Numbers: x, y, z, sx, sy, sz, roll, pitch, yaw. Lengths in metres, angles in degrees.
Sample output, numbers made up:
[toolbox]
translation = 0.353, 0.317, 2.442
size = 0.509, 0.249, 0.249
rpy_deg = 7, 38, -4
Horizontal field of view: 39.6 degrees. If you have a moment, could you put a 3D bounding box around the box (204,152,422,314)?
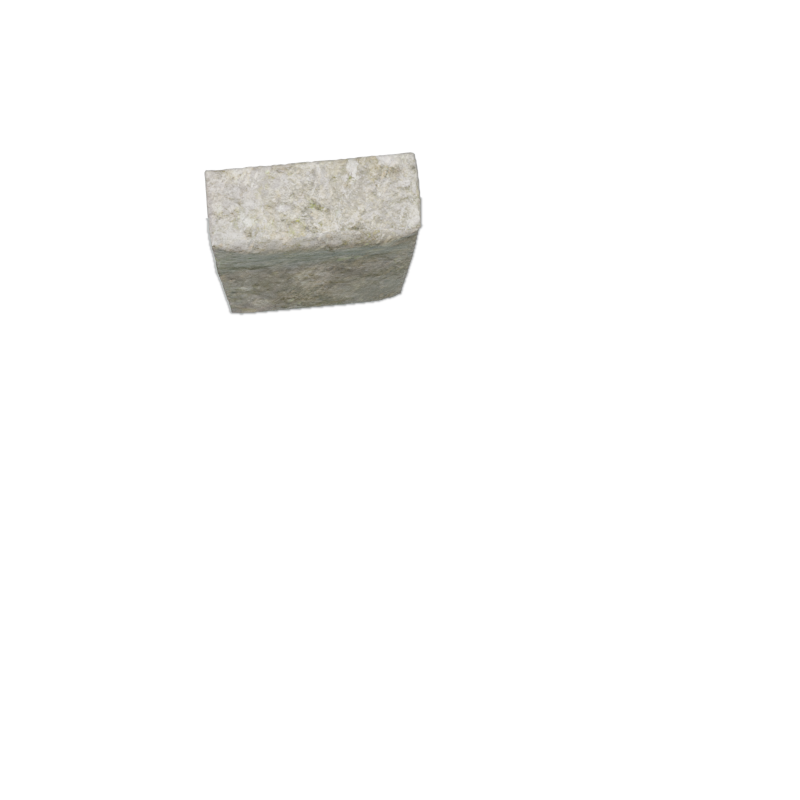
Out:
[box]
translation = -0.073, -0.134, 0.937
size = 0.163, 0.074, 0.208
rpy_deg = -6, -9, -4
